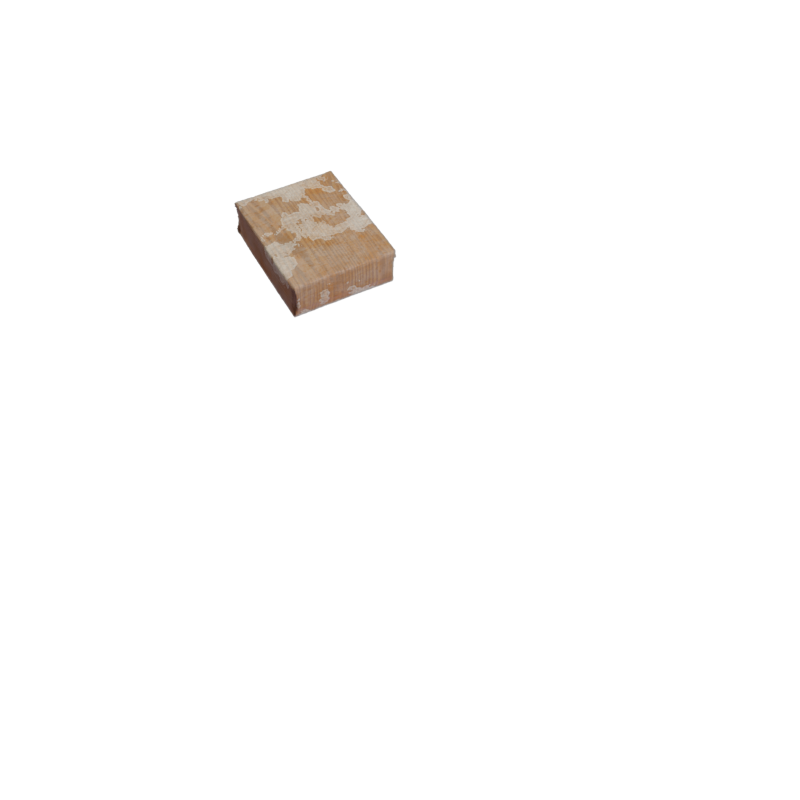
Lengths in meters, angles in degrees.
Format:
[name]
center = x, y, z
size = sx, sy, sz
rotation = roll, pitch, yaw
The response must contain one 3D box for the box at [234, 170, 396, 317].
[box]
center = -0.069, -0.127, 0.888
size = 0.089, 0.036, 0.123
rotation = -21, 50, -20
